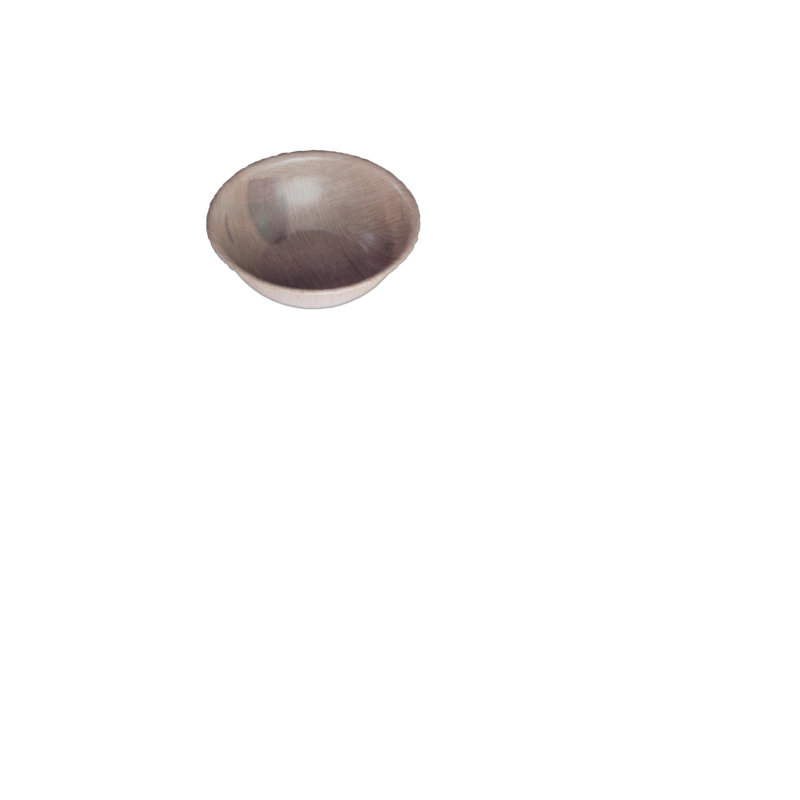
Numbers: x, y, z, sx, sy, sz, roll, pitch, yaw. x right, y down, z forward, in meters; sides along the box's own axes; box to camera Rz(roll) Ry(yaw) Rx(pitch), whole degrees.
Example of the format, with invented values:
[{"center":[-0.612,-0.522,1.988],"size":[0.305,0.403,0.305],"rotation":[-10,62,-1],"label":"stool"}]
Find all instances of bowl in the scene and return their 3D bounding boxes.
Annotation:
[{"center":[-0.067,-0.122,0.853],"size":[0.162,0.174,0.051],"rotation":[-1,-43,-1],"label":"bowl"}]
